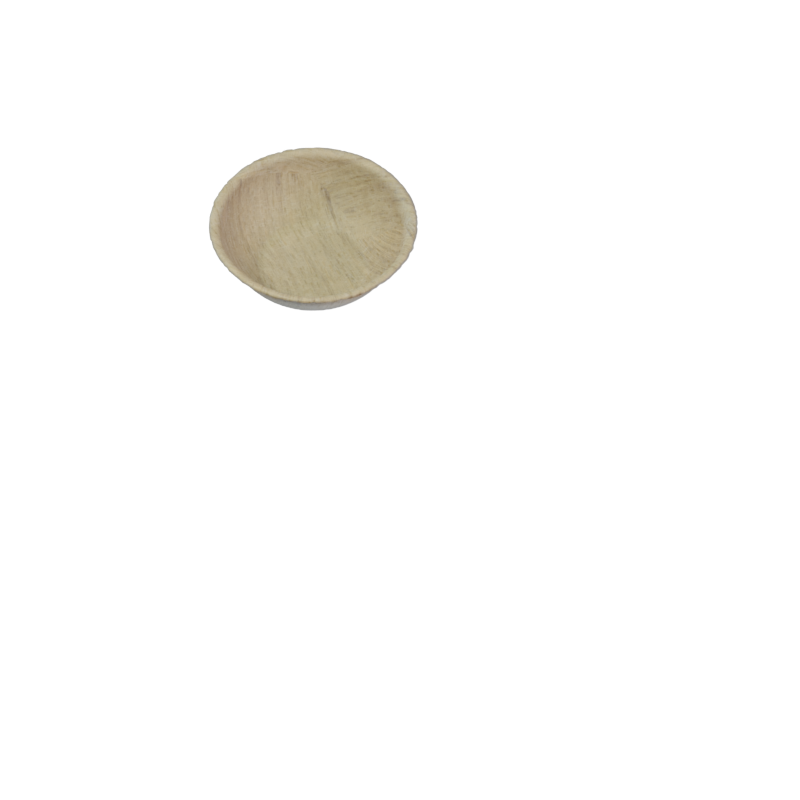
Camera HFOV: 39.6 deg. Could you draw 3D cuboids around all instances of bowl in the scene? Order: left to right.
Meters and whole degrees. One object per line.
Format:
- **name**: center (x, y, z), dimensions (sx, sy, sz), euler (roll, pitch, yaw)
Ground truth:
- **bowl**: center (-0.069, -0.125, 0.878), dimensions (0.162, 0.174, 0.051), euler (-1, -38, -1)
